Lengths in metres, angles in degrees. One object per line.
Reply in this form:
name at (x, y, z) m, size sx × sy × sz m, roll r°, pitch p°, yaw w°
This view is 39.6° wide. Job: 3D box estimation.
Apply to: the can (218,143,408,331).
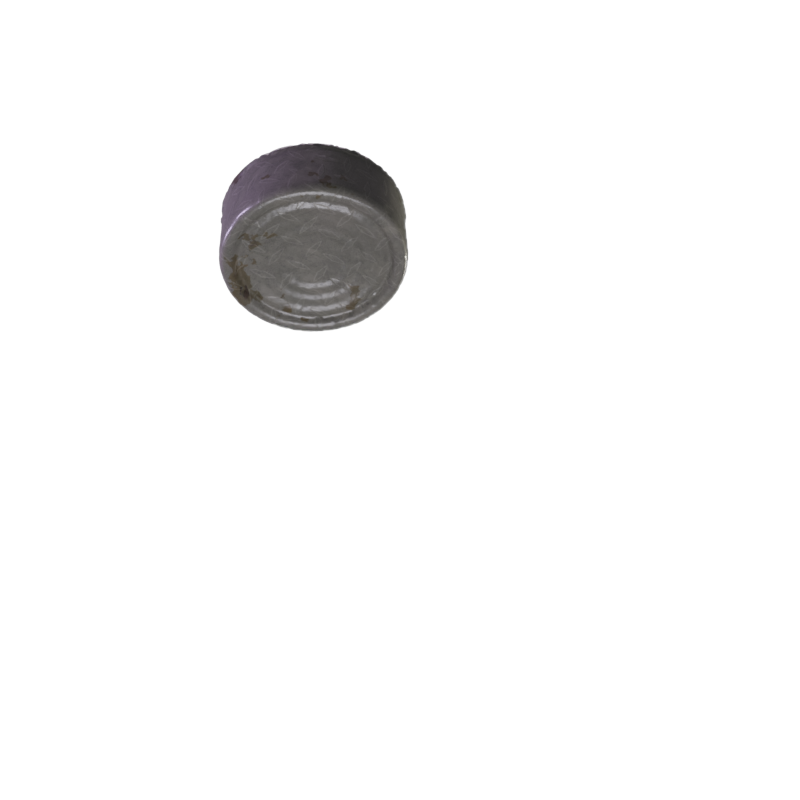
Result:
can at (-0.039, -0.072, 0.502) m, size 0.086 × 0.080 × 0.036 m, roll 1°, pitch 43°, yaw -1°
